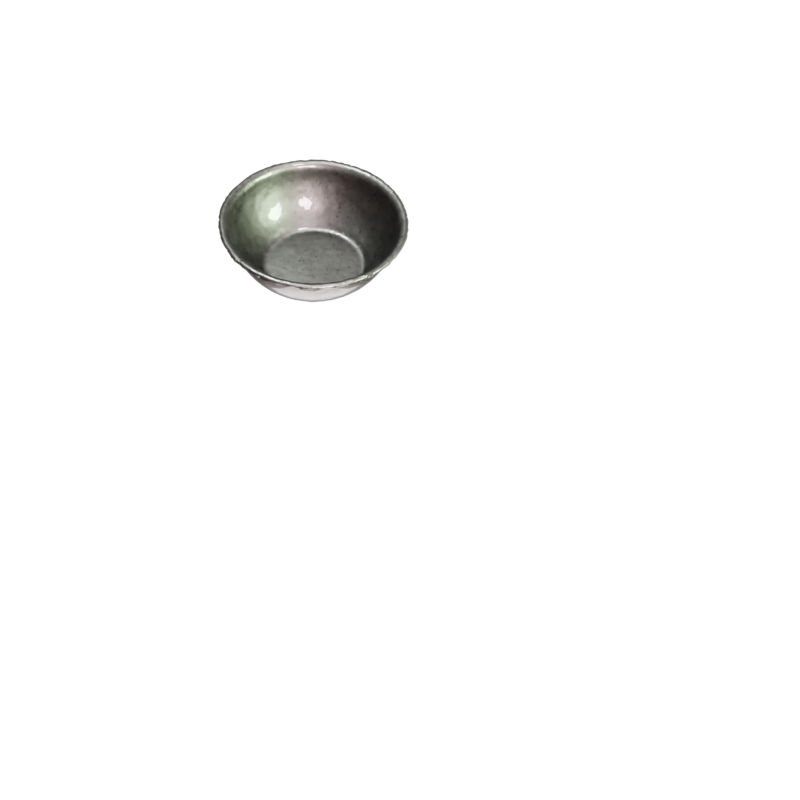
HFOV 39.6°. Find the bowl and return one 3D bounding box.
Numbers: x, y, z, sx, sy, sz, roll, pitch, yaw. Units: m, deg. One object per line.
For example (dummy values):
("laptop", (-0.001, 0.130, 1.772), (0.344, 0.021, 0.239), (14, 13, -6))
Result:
("bowl", (-0.075, -0.137, 0.956), (0.162, 0.174, 0.051), (-1, -43, -1))
